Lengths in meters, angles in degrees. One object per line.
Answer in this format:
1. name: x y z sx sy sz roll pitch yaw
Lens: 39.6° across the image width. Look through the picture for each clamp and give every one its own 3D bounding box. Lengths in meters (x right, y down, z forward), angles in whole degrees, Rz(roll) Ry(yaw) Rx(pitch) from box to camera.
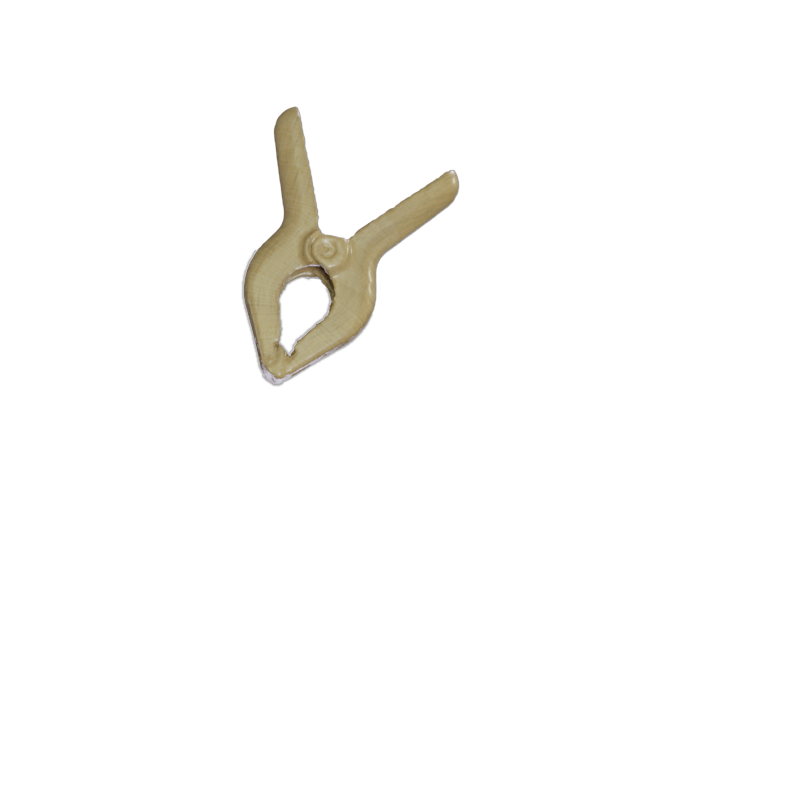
1. clamp: -0.052 -0.096 0.671 0.123 0.176 0.037 28 -19 10
